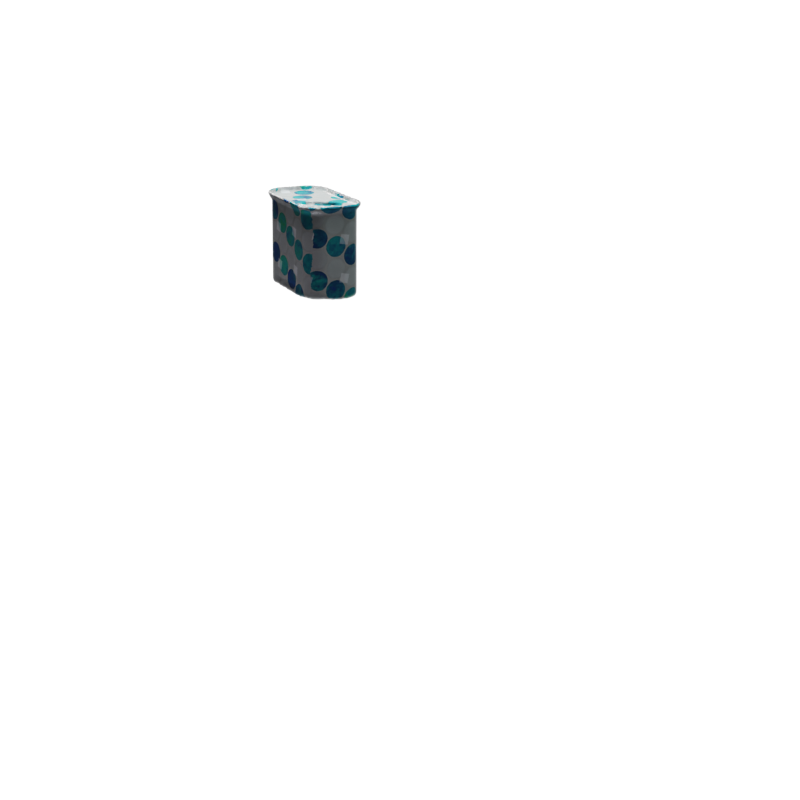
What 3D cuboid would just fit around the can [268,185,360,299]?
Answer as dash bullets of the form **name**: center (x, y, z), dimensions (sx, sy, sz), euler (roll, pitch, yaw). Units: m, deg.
- **can**: center (-0.077, -0.141, 0.989), dimensions (0.056, 0.081, 0.108), euler (-7, 19, -26)
